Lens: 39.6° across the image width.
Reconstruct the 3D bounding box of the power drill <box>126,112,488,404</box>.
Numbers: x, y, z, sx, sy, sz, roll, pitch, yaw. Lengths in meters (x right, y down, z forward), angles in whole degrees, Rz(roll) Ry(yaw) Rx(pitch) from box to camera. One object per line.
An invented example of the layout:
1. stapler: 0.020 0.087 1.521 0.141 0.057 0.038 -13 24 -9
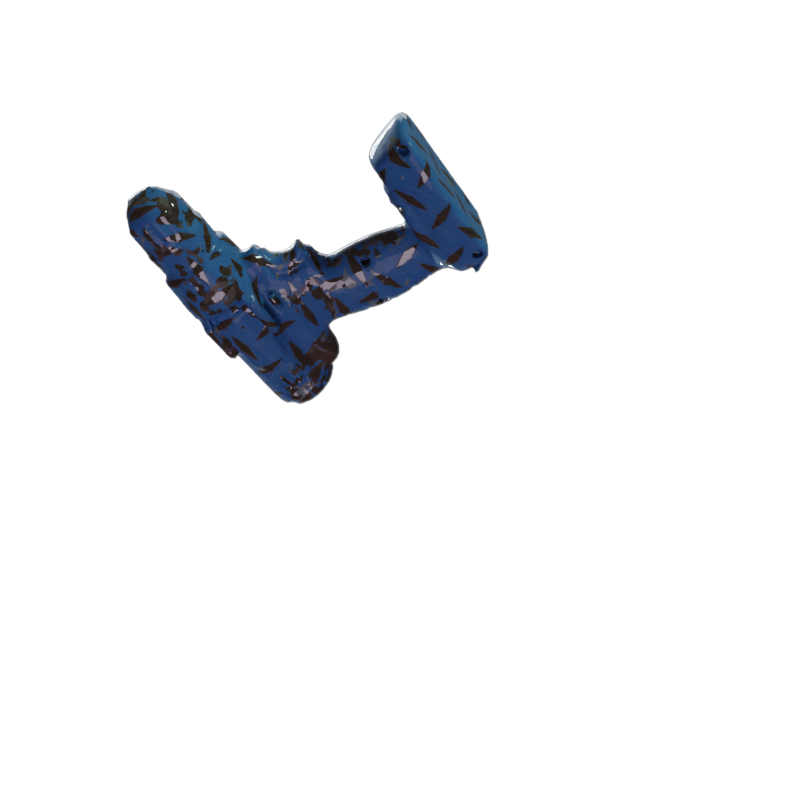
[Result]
1. power drill: -0.055 -0.100 0.702 0.187 0.173 0.061 -30 30 19
